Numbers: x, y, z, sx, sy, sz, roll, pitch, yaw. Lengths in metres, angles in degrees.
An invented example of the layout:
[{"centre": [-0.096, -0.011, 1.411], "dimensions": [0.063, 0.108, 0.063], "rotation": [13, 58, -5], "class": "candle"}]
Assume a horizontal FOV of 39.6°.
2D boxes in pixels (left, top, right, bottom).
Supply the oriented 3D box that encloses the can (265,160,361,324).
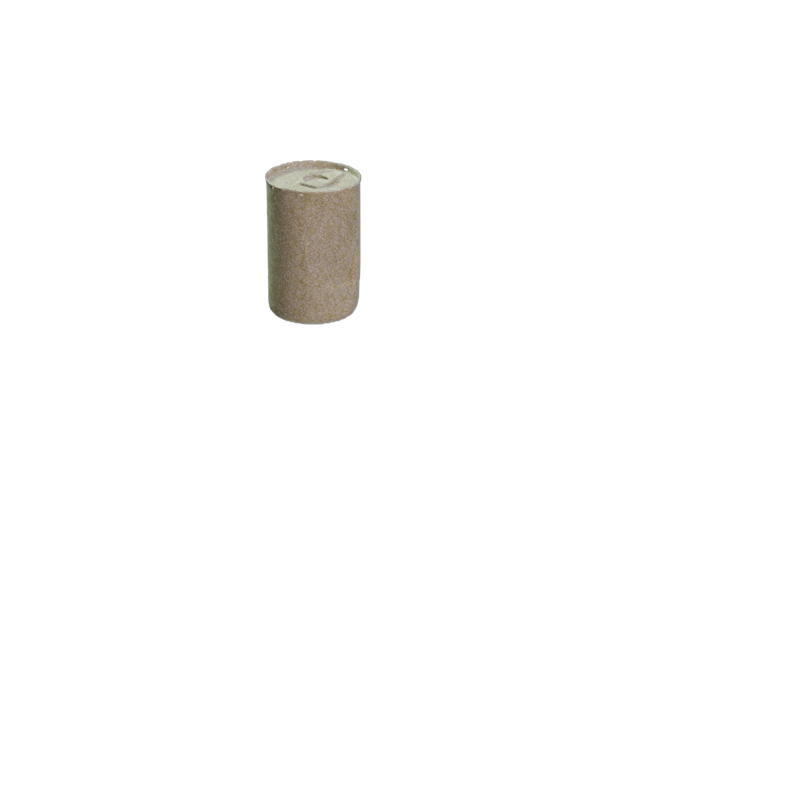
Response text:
[{"centre": [-0.063, -0.114, 0.798], "dimensions": [0.068, 0.097, 0.072], "rotation": [0, 26, -2], "class": "can"}]
